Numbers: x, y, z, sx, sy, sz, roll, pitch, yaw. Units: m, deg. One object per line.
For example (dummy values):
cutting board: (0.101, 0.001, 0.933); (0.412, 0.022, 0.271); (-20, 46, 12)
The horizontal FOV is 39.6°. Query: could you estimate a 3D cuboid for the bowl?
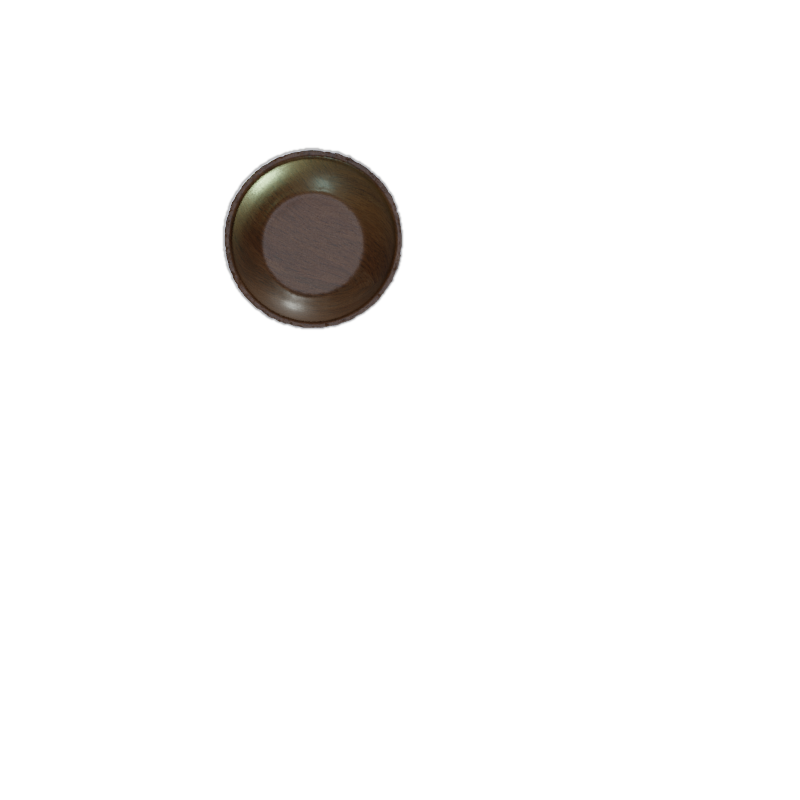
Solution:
bowl: (-0.076, -0.139, 0.972); (0.162, 0.160, 0.056); (0, 5, 0)
